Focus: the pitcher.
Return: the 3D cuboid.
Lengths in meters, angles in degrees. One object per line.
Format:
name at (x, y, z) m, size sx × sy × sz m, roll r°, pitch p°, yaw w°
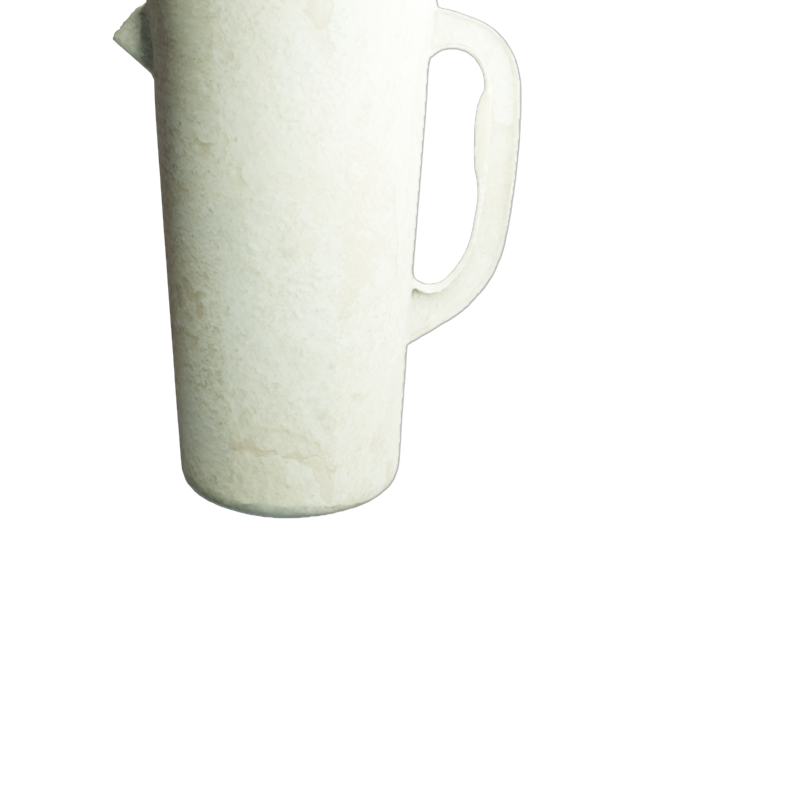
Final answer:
pitcher at (-0.041, -0.075, 0.527) m, size 0.141 × 0.236 × 0.157 m, roll -11°, pitch 18°, yaw -42°
